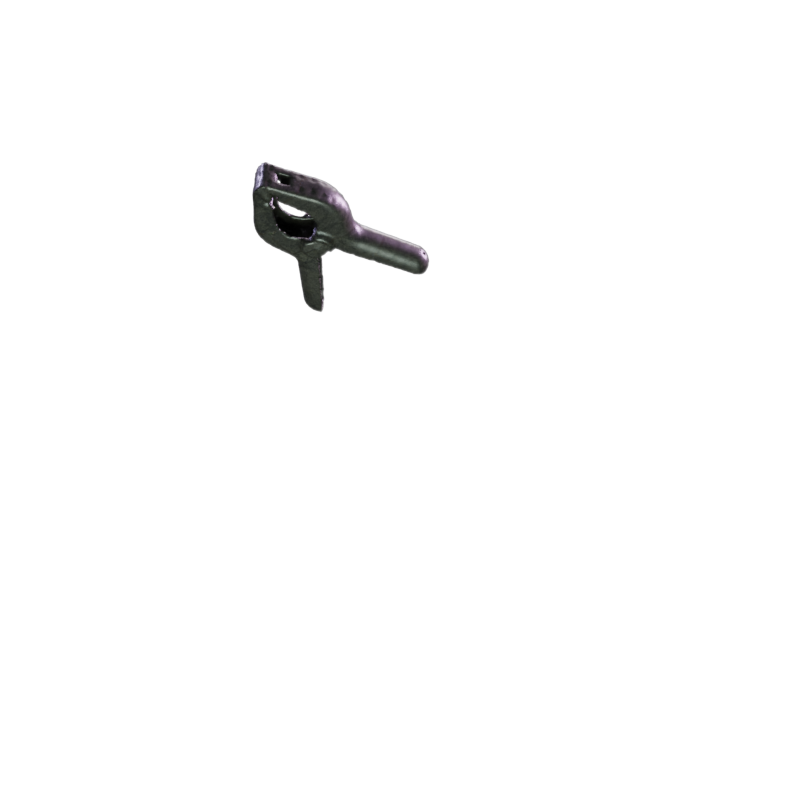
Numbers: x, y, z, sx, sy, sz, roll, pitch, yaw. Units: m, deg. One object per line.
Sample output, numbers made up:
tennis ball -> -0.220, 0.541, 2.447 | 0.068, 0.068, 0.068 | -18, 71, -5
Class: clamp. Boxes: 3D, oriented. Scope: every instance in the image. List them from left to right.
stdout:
clamp -> -0.072, -0.131, 0.919 | 0.119, 0.042, 0.160 | -32, -50, 30
